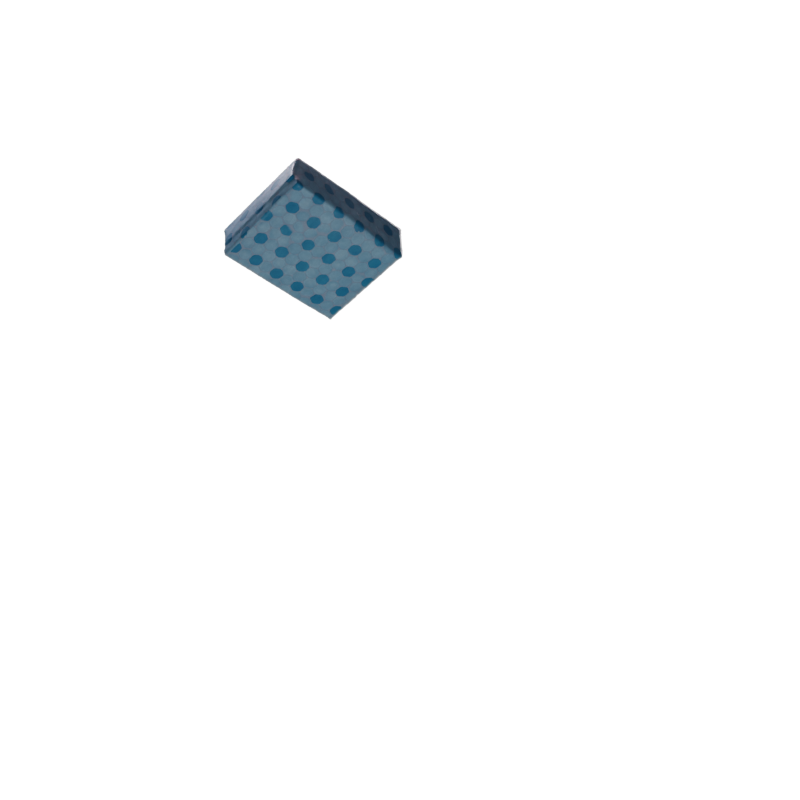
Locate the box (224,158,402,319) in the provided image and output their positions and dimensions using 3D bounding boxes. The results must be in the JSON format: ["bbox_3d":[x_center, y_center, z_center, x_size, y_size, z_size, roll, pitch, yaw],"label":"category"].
[{"bbox_3d":[-0.068,-0.124,0.867,0.107,0.042,0.088,34,-57,-26],"label":"box"}]
